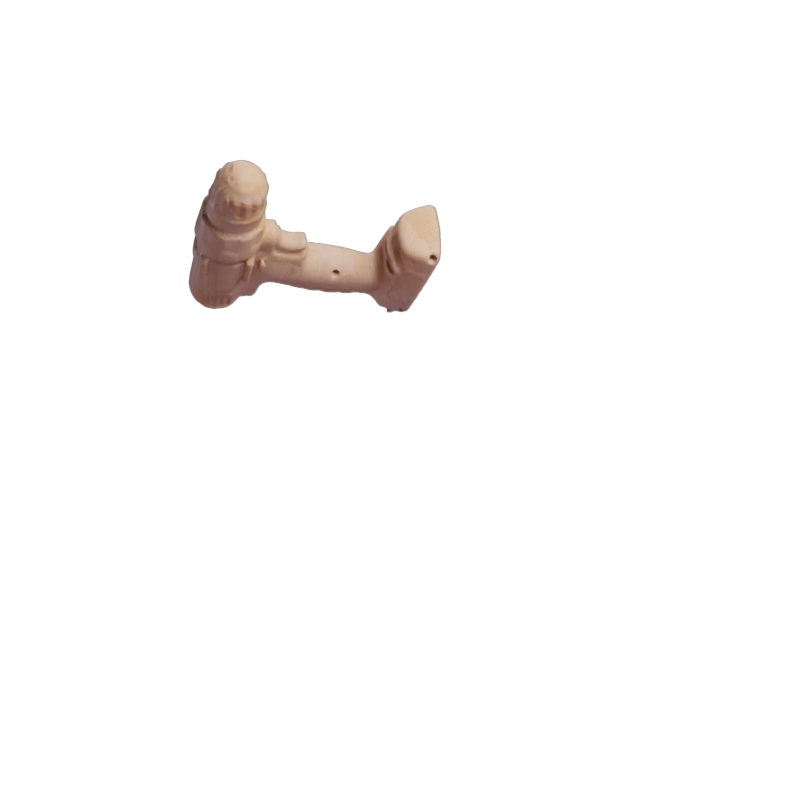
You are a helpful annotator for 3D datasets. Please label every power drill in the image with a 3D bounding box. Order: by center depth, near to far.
[{"bbox_3d":[-0.068,-0.124,0.866,0.184,0.061,0.178,5,-23,-13],"label":"power drill"}]
